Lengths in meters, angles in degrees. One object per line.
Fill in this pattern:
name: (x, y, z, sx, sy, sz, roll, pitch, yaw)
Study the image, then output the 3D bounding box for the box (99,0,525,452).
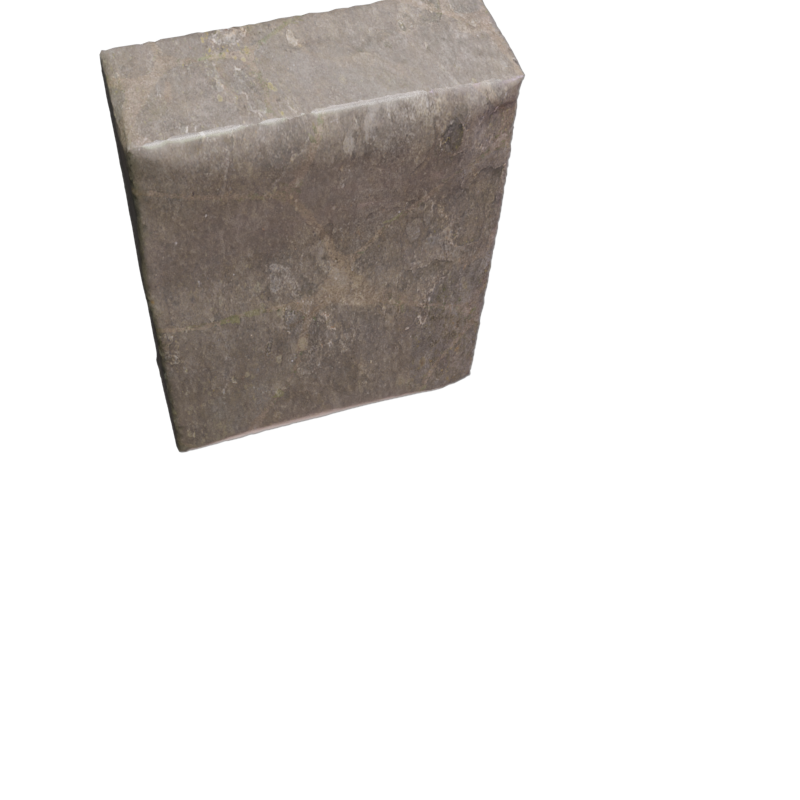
box: (-0.041, -0.074, 0.518, 0.163, 0.078, 0.199, -13, -35, -12)
